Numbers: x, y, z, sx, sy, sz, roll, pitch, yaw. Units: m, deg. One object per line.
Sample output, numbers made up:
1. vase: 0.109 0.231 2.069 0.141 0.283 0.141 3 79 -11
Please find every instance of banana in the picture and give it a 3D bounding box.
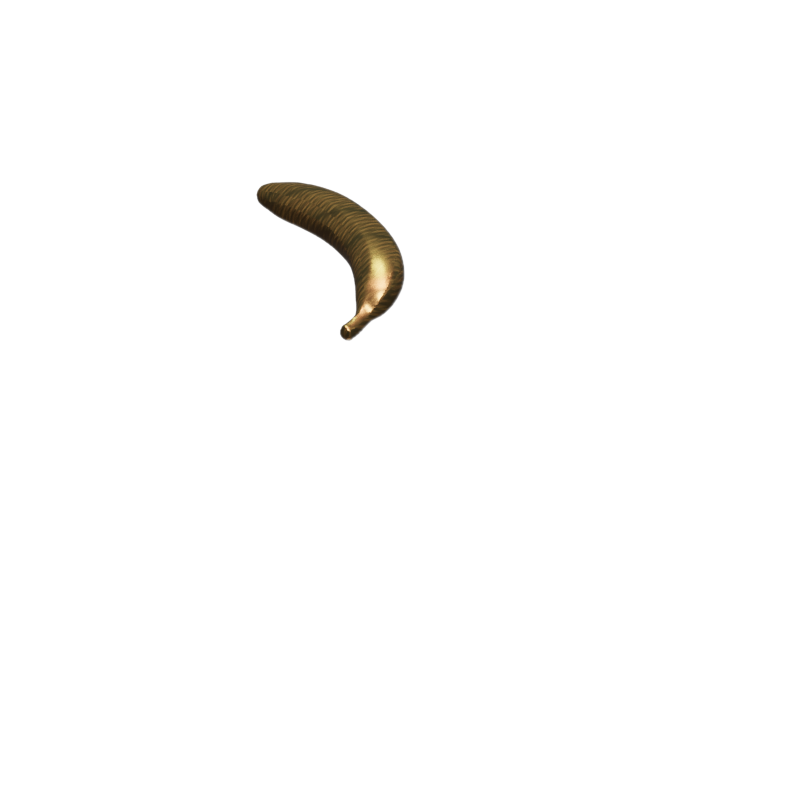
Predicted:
1. banana: -0.045 -0.118 0.815 0.069 0.034 0.214 -13 39 -18
